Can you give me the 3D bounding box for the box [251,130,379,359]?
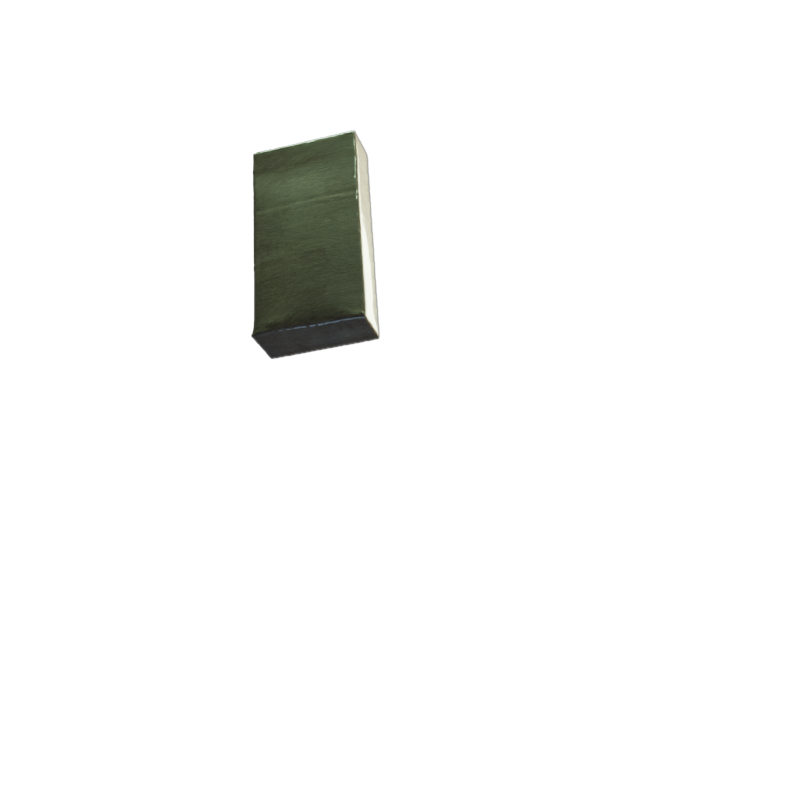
[{"bbox_3d":[-0.069,-0.126,0.884,0.094,0.188,0.044,-11,-33,14],"label":"box"}]
